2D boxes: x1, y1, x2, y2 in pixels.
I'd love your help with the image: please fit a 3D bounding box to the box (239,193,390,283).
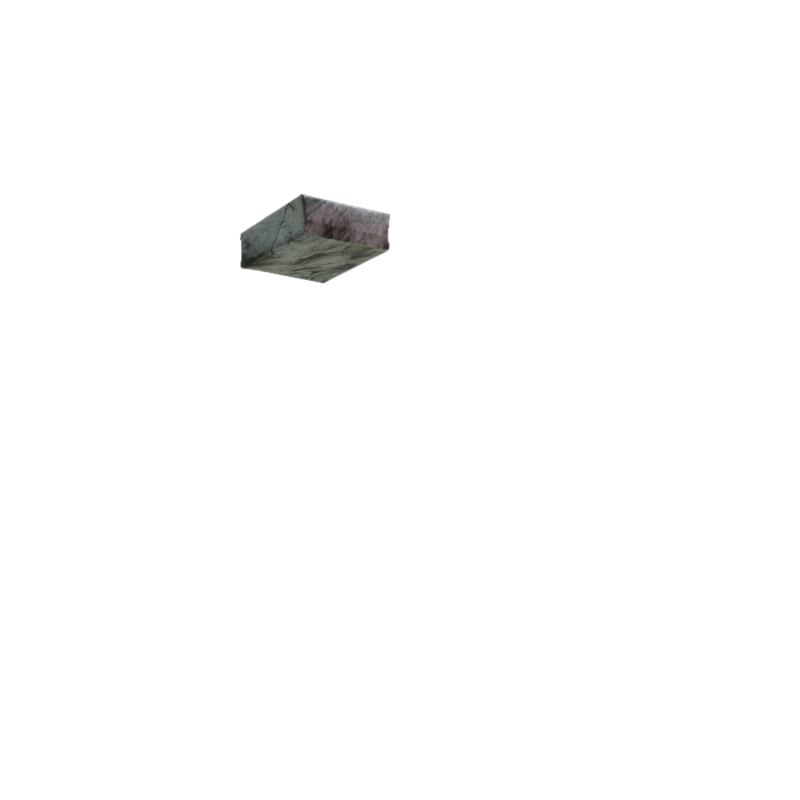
[{"bbox_3d":[-0.076,-0.138,0.969,0.086,0.040,0.115,7,-13,-33],"label":"box"}]
